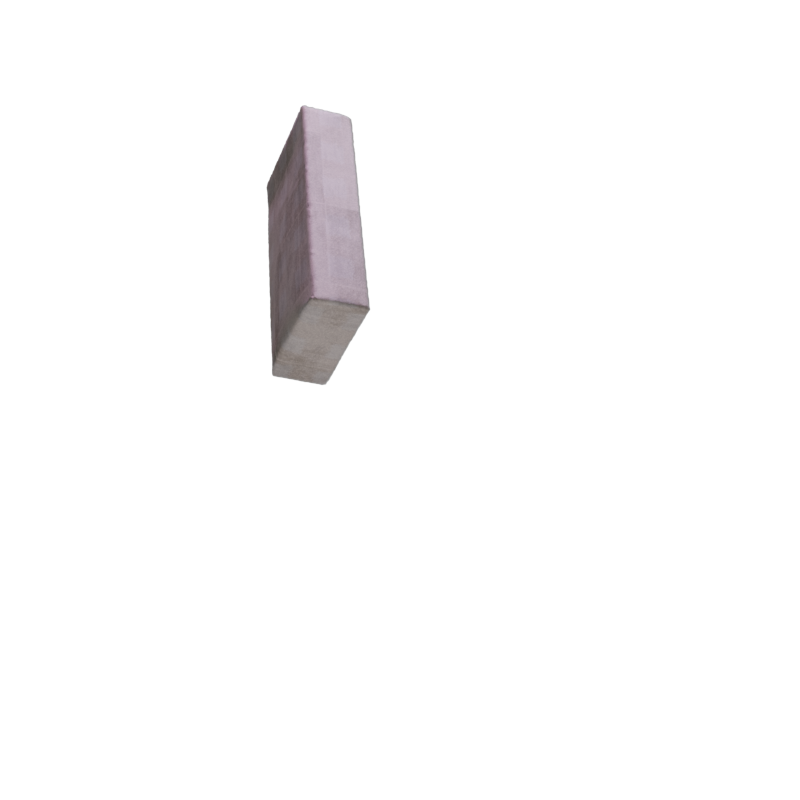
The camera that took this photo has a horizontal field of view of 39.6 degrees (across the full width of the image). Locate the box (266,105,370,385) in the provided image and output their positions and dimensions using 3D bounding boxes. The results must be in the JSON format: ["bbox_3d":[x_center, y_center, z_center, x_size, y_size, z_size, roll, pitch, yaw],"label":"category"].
[{"bbox_3d":[-0.060,-0.110,0.769,0.047,0.189,0.089,11,-39,-19],"label":"box"}]
